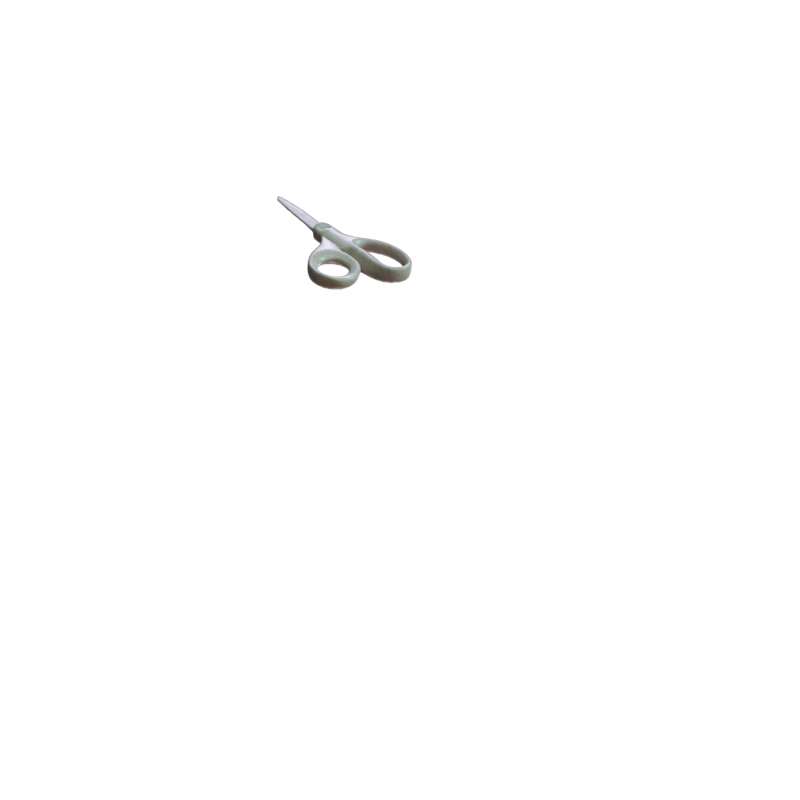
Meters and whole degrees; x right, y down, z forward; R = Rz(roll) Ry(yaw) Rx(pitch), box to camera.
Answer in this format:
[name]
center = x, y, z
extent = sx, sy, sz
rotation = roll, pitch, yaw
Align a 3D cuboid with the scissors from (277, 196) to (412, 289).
[scissors]
center = -0.077, -0.141, 0.988
extent = 0.095, 0.015, 0.215
rotation = -25, 39, -36
